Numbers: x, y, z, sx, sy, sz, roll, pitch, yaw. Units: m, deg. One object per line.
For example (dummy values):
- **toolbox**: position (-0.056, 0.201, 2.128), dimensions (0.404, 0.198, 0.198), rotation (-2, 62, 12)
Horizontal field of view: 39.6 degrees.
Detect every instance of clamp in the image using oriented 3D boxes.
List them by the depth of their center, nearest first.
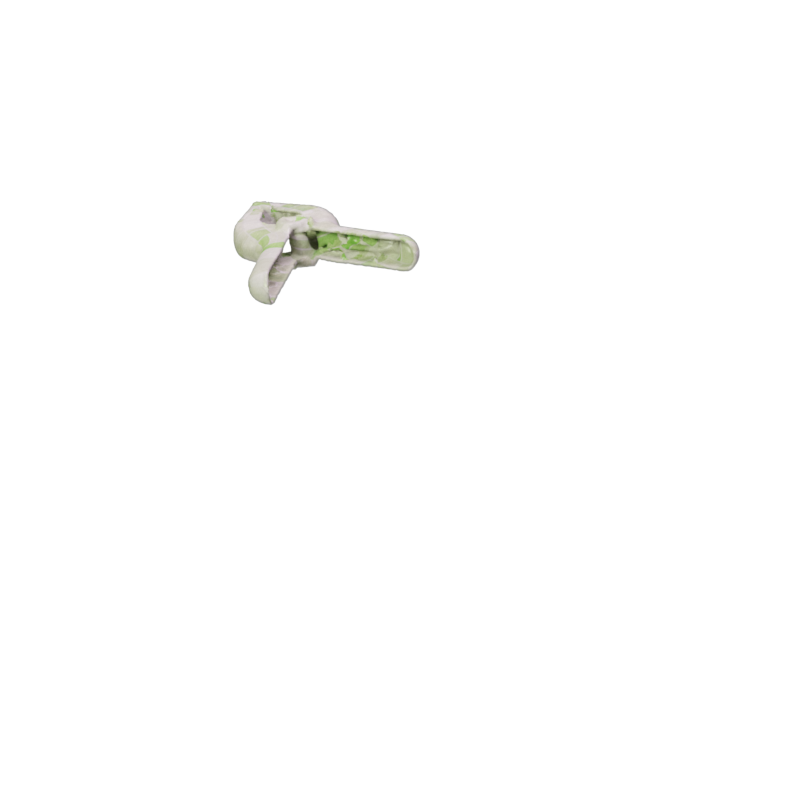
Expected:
- **clamp**: position (-0.063, -0.114, 0.799), dimensions (0.118, 0.037, 0.183), rotation (-7, 26, -14)
